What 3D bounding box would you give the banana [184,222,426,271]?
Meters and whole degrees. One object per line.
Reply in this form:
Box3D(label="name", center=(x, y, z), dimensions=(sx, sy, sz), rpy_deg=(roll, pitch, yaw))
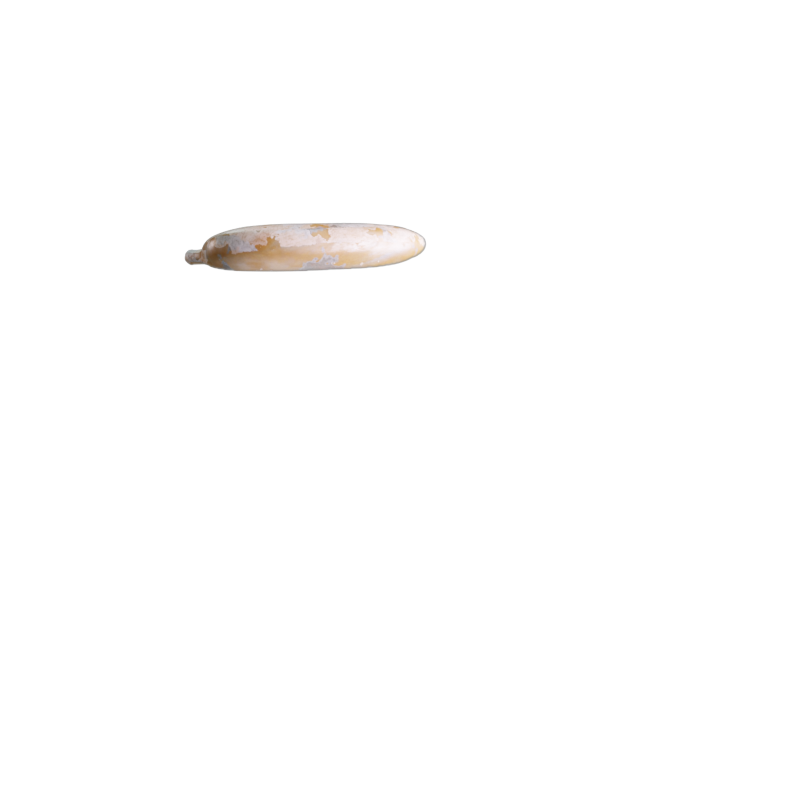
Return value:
Box3D(label="banana", center=(-0.069, -0.123, 0.875), dimensions=(0.195, 0.036, 0.072), rpy_deg=(-3, 14, -9))
